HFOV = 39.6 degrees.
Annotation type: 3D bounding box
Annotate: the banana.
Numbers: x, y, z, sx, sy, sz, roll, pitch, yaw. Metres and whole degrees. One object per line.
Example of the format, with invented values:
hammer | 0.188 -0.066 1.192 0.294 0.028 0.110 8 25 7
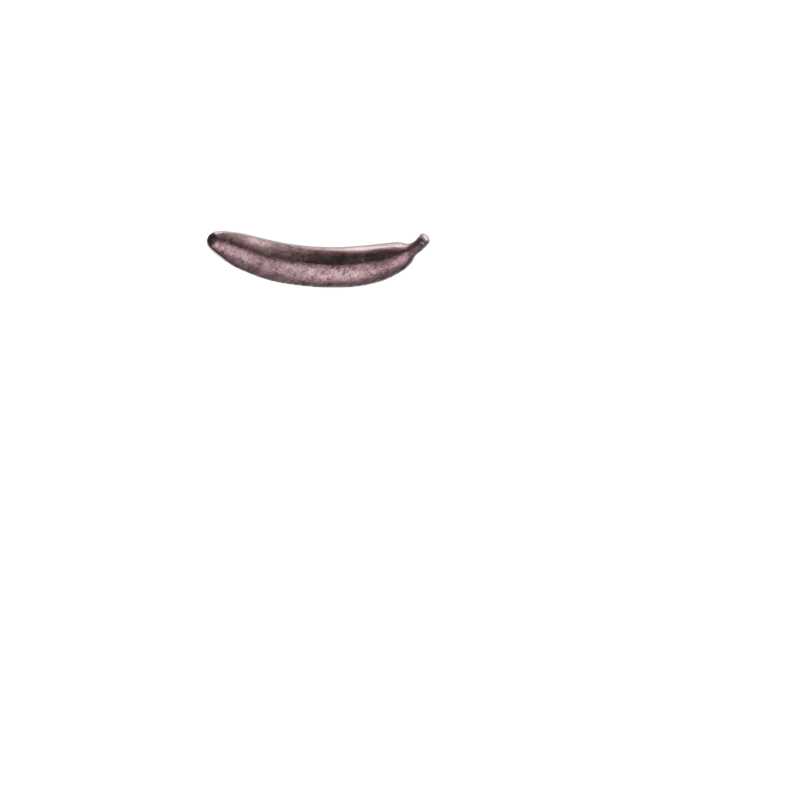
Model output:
banana | -0.075 -0.131 1.009 0.198 0.039 0.065 -1 -42 1
